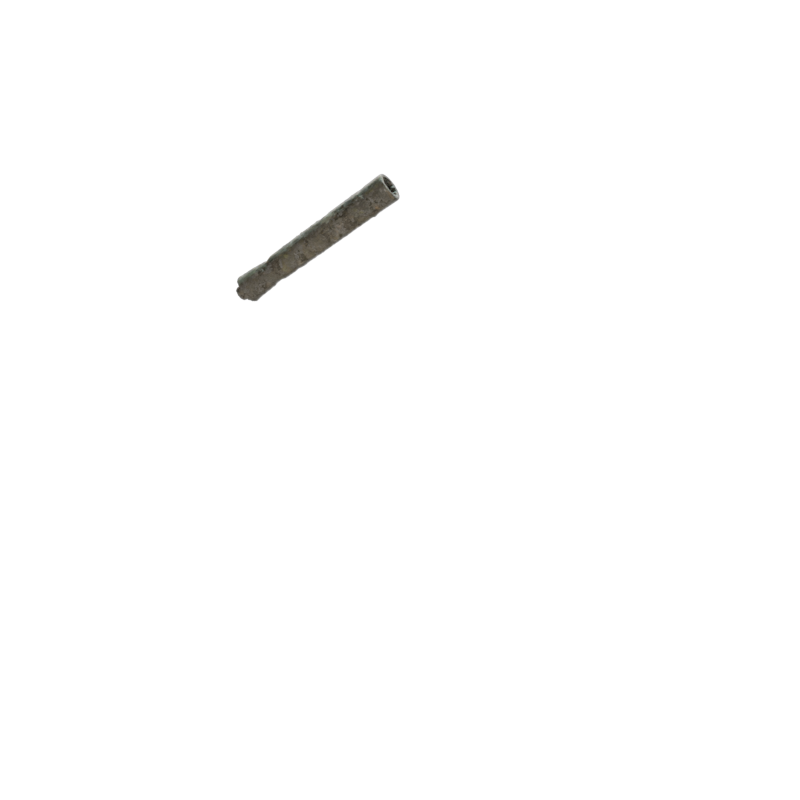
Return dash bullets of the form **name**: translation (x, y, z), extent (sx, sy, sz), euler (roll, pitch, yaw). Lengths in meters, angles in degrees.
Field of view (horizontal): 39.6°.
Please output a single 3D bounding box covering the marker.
- **marker**: translation (-0.053, -0.097, 0.680), extent (0.120, 0.020, 0.019), euler (-33, -9, 20)
